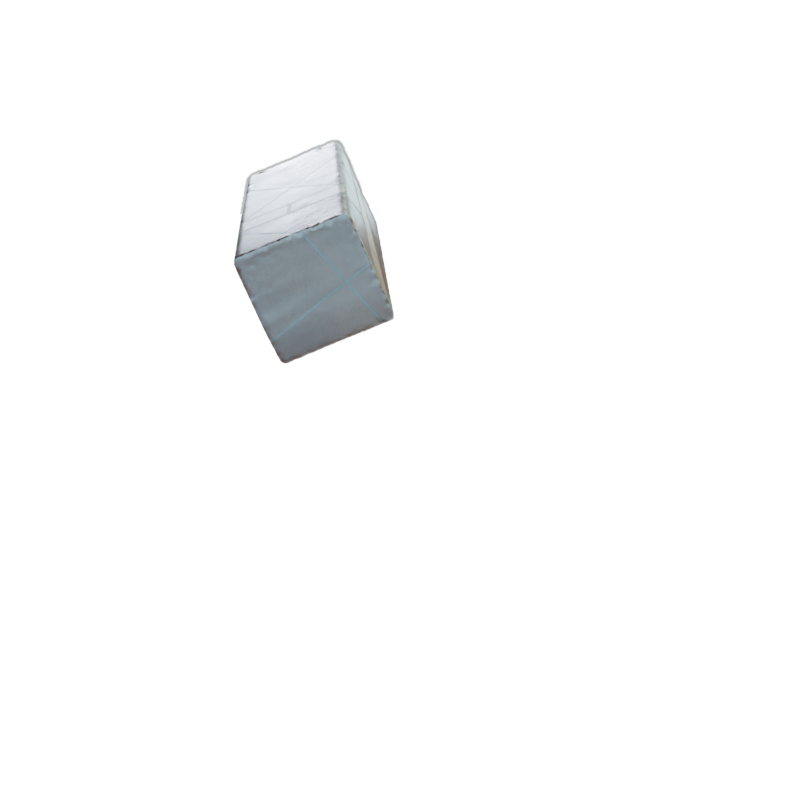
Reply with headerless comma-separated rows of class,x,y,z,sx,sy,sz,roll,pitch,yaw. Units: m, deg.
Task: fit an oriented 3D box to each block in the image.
block,-0.069,-0.125,0.875,0.091,0.085,0.217,-22,25,7
